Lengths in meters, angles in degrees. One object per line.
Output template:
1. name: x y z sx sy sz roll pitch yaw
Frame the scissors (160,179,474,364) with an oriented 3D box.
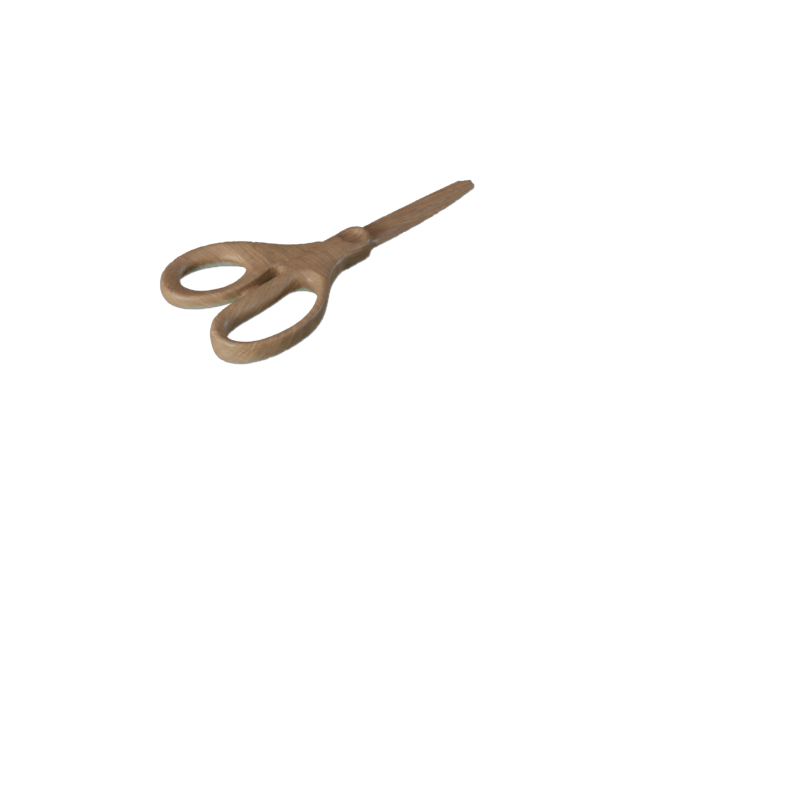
1. scissors: -0.046 -0.084 0.588 0.101 0.015 0.206 19 42 22
